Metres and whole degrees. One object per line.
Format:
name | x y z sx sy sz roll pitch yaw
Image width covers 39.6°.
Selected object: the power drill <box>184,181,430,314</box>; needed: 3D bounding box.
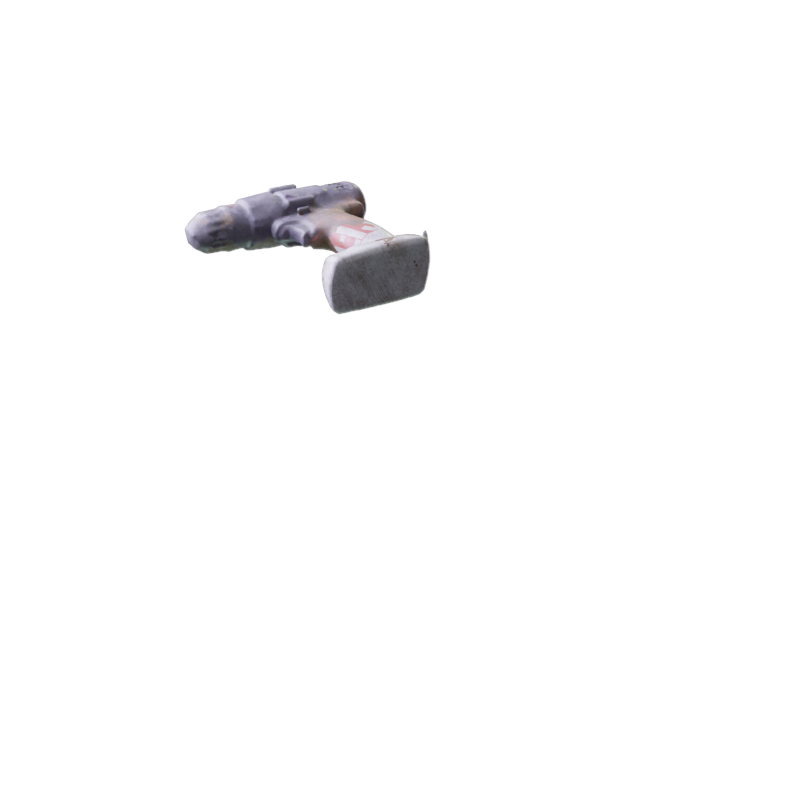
power drill | -0.078 -0.142 0.995 0.182 0.054 0.202 -18 35 -27
